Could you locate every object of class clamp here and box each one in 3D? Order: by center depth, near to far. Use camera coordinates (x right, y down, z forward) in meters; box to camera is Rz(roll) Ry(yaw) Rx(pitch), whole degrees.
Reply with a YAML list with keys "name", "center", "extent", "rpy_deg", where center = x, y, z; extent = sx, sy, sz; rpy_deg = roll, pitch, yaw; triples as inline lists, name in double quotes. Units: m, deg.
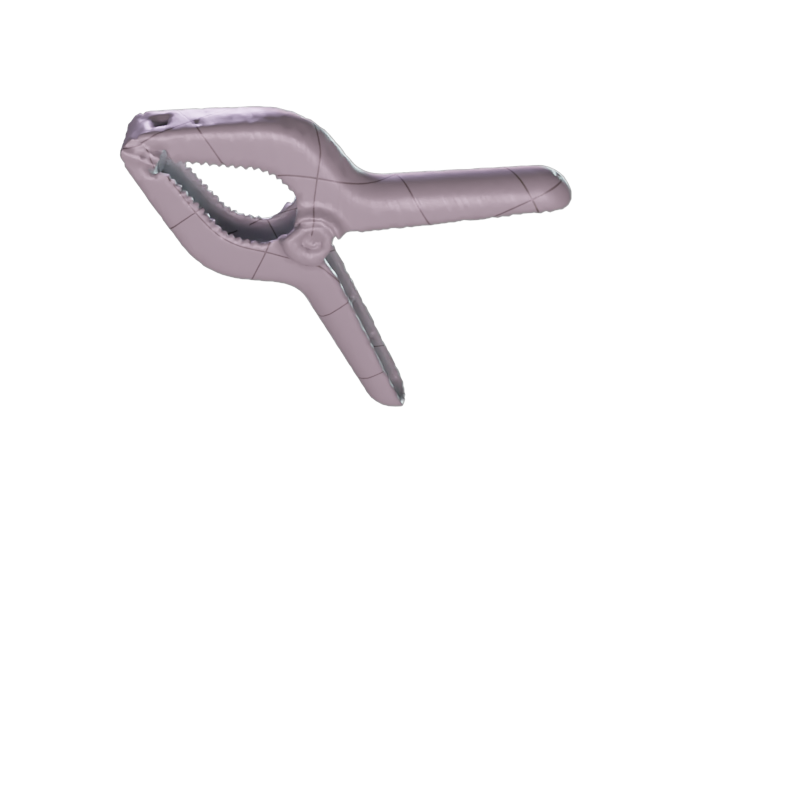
- name: "clamp"
  center: [-0.044, -0.079, 0.556]
  extent: [0.204, 0.158, 0.039]
  rpy_deg: [19, 34, -14]
